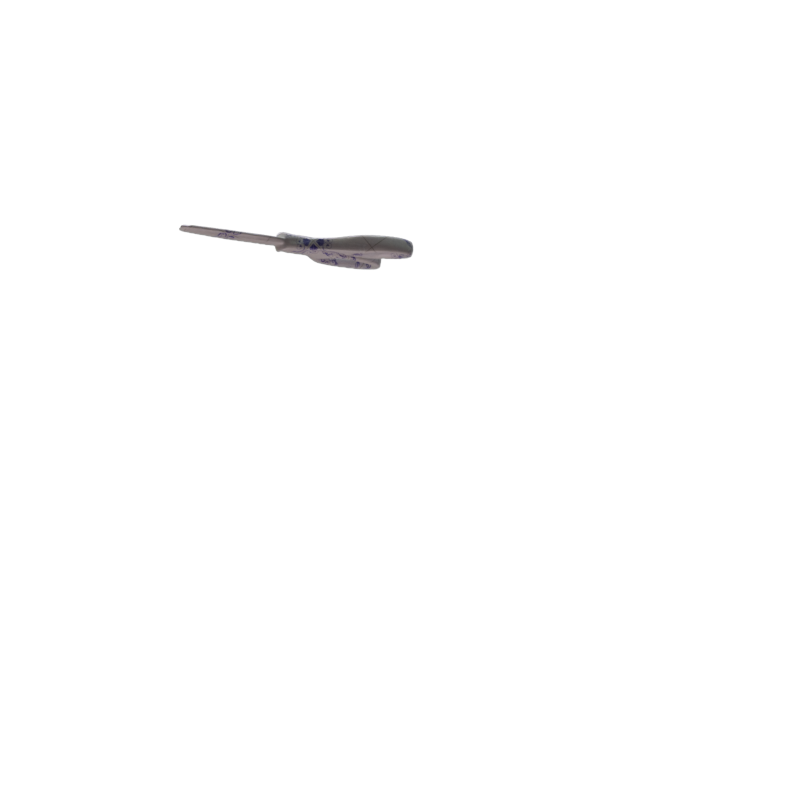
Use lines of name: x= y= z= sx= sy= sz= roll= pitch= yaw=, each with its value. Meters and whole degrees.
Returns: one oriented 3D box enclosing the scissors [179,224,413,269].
scissors: x=-0.068 y=-0.124 z=0.865 sx=0.099 sy=0.016 sz=0.192 roll=-2 pitch=-4 yaw=36
